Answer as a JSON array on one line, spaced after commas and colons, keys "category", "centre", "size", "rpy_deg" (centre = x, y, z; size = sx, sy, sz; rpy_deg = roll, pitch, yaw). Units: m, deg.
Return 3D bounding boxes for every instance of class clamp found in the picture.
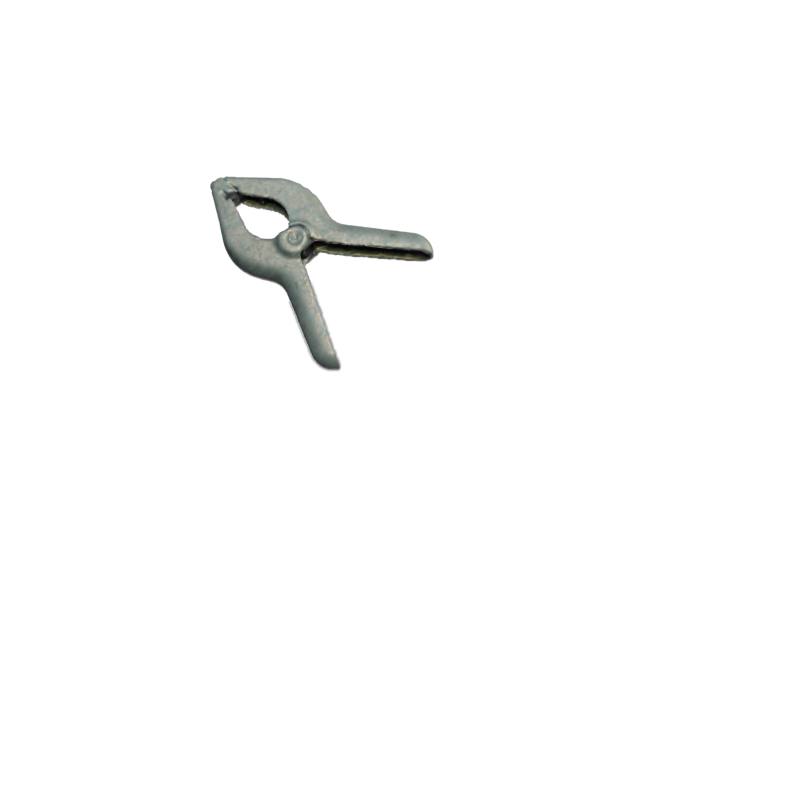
[{"category": "clamp", "centre": [-0.064, -0.117, 0.816], "size": [0.121, 0.180, 0.037], "rpy_deg": [-39, -19, -16]}]
